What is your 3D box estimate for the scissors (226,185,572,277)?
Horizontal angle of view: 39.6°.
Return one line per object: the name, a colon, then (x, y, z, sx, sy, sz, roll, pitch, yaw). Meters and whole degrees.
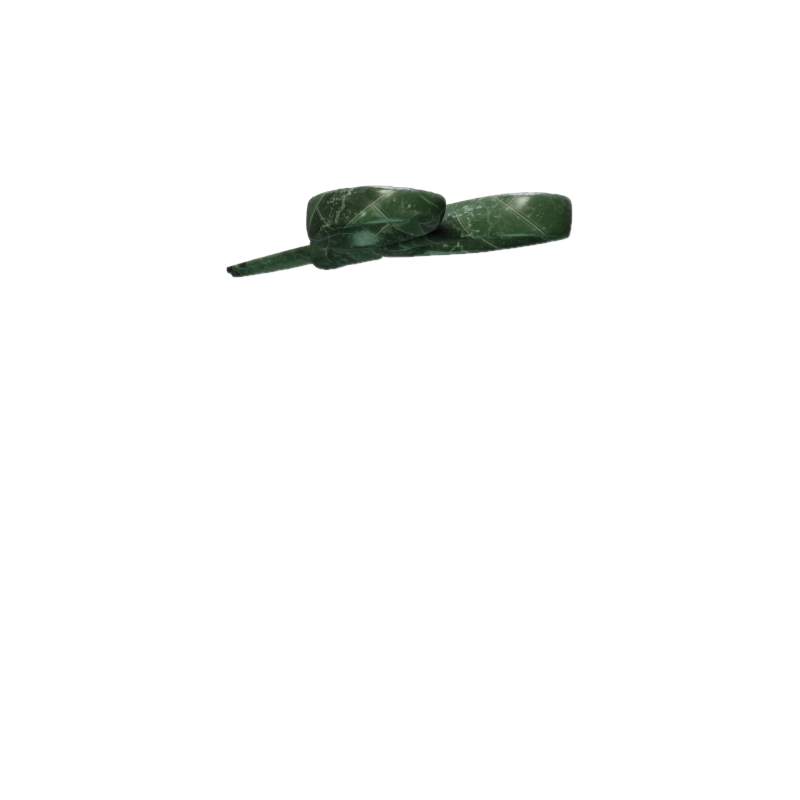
scissors: (-0.033, -0.060, 0.419, 0.208, 0.016, 0.092, 0, -1, 43)
